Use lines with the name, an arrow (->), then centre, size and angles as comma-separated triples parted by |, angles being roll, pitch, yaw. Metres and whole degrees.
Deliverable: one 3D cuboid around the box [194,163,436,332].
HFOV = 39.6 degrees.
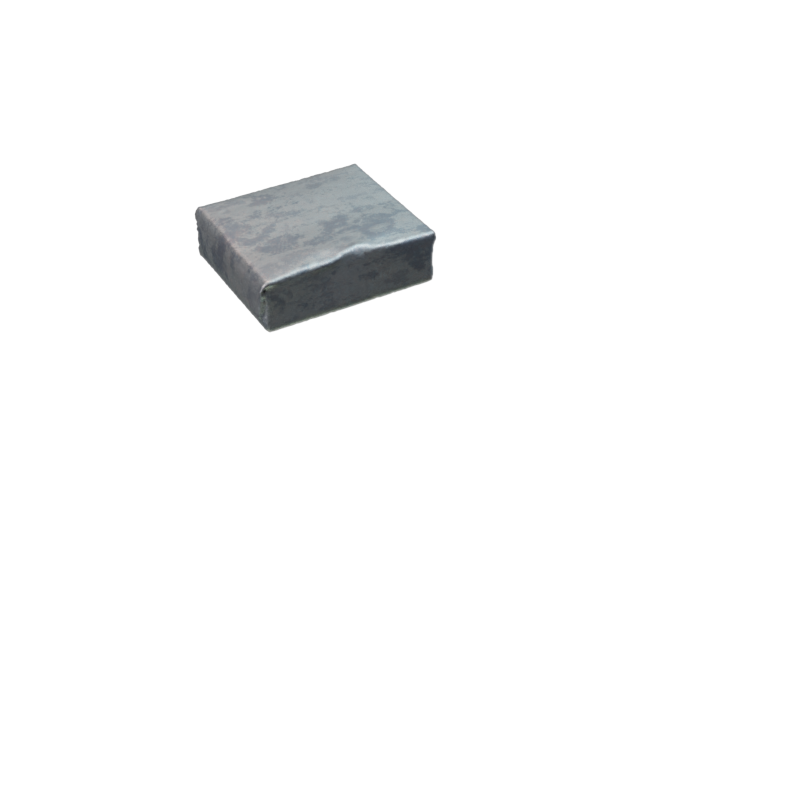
box -> -0.040, -0.073, 0.512 | 0.088, 0.028, 0.079 | -19, 42, -23
